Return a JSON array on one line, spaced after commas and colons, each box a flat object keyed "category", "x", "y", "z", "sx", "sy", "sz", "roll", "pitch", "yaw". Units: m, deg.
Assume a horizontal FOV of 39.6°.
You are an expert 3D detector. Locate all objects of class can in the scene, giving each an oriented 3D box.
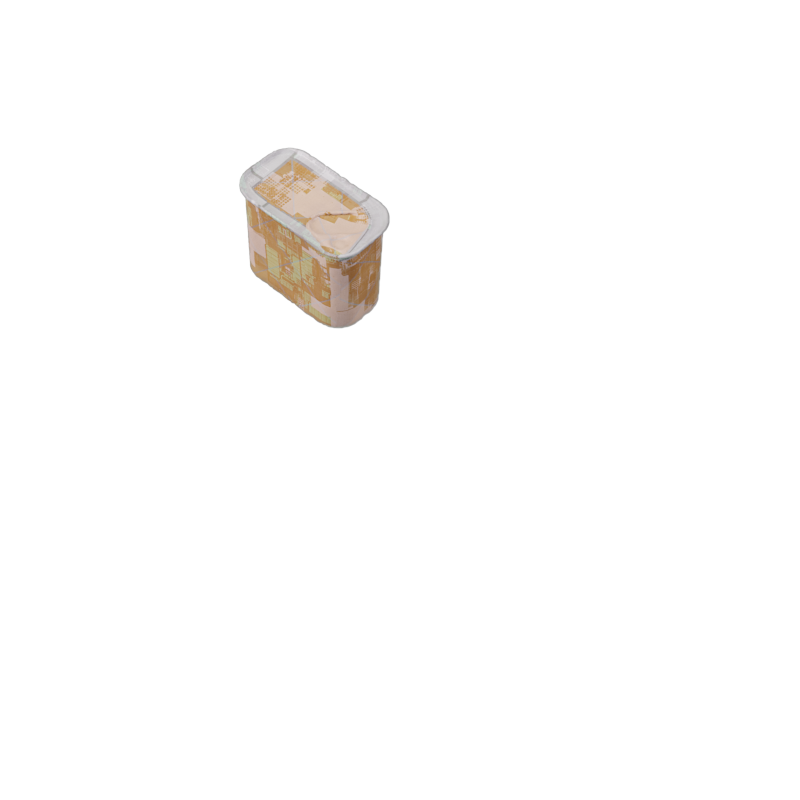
[{"category": "can", "x": -0.058, "y": -0.106, "z": 0.746, "sx": 0.108, "sy": 0.078, "sz": 0.058, "roll": 37, "pitch": 60, "yaw": 24}]
